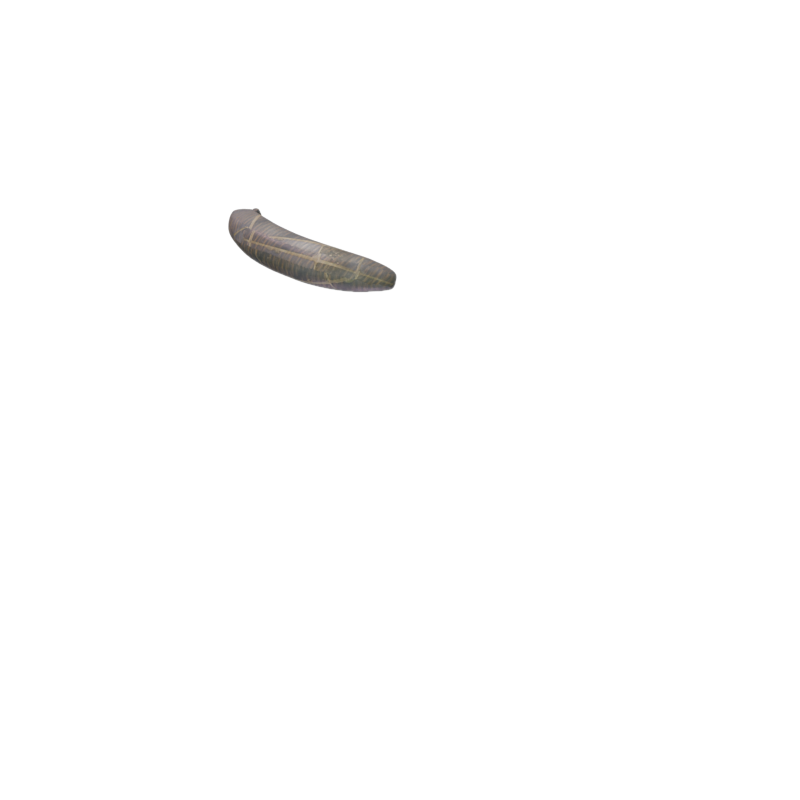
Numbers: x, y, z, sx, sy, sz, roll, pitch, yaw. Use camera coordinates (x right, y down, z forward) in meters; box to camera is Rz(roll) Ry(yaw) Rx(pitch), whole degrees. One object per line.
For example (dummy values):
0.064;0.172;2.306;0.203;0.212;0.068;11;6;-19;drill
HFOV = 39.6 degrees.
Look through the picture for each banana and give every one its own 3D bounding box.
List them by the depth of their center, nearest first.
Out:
-0.093;-0.135;0.974;0.069;0.035;0.212;-25;40;-34;banana
